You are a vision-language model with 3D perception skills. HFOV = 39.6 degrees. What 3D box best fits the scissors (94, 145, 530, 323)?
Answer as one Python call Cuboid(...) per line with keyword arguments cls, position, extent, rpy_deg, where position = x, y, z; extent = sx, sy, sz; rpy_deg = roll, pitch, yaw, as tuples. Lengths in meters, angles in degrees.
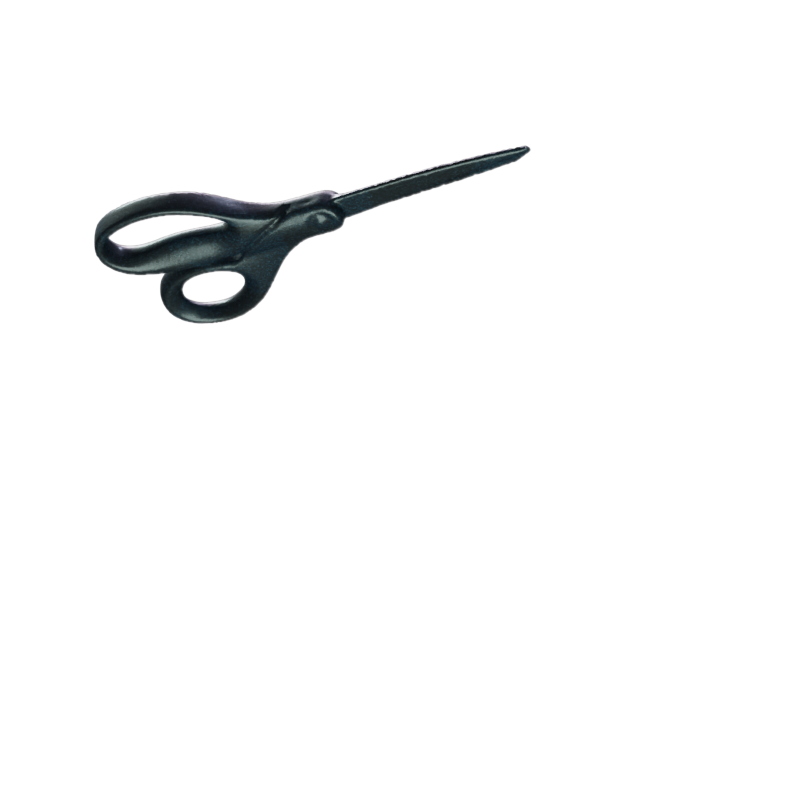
Cuboid(cls="scissors", position=(-0.040, -0.074, 0.517), extent=(0.203, 0.017, 0.089), rpy_deg=(-5, -35, 7))
